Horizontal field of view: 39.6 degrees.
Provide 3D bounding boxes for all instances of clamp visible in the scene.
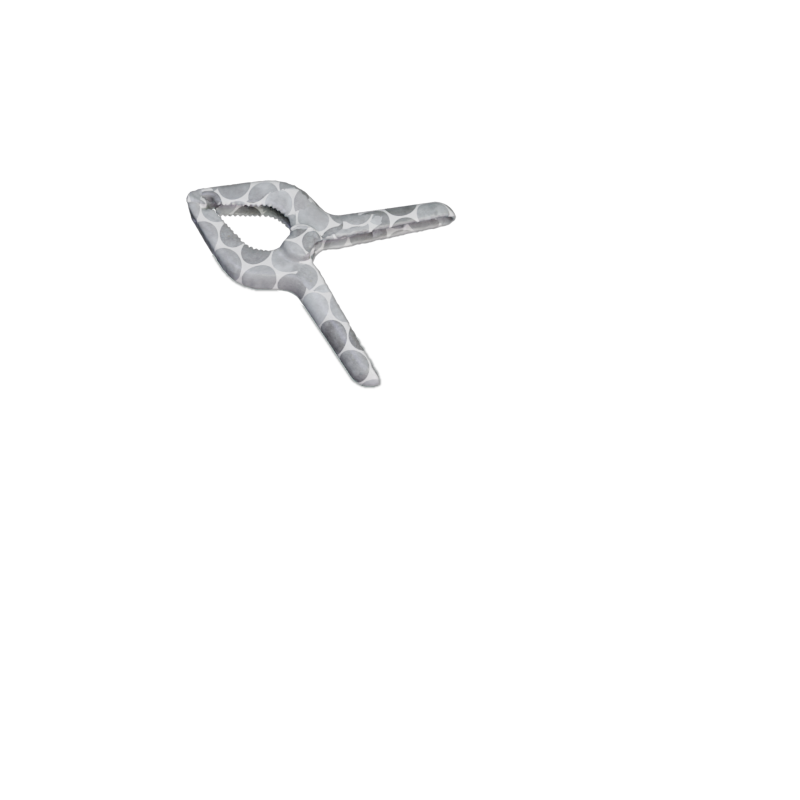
[{"bbox_3d":[-0.069,-0.126,0.885,0.216,0.169,0.034,29,-21,12],"label":"clamp"}]
